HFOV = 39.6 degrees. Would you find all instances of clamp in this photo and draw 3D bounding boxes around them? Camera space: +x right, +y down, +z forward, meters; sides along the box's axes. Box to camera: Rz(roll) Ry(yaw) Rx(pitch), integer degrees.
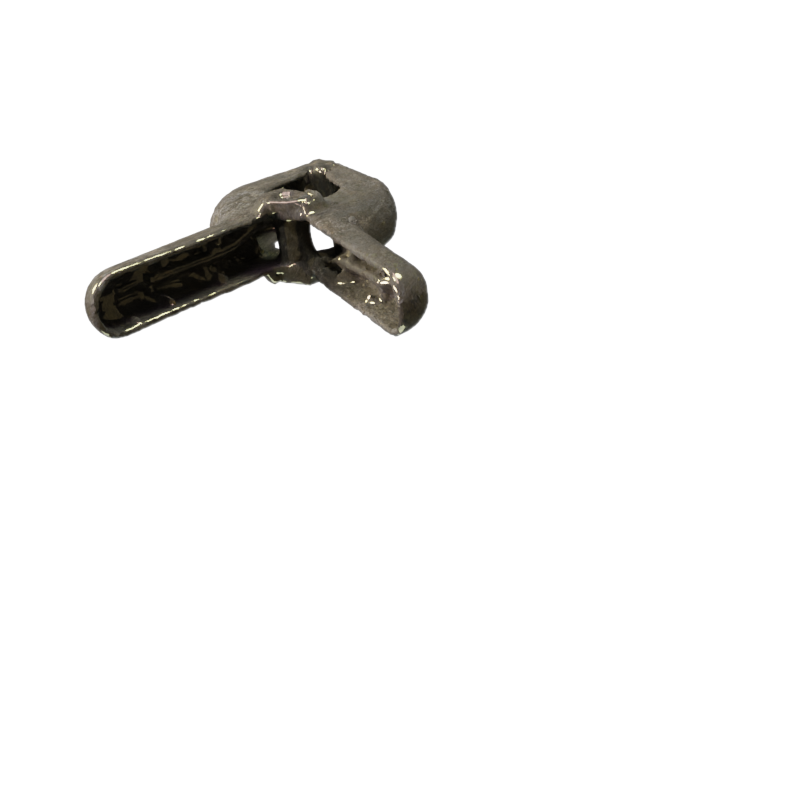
[{"bbox_3d":[-0.035,-0.063,0.442,0.123,0.037,0.176,8,29,14],"label":"clamp"}]
